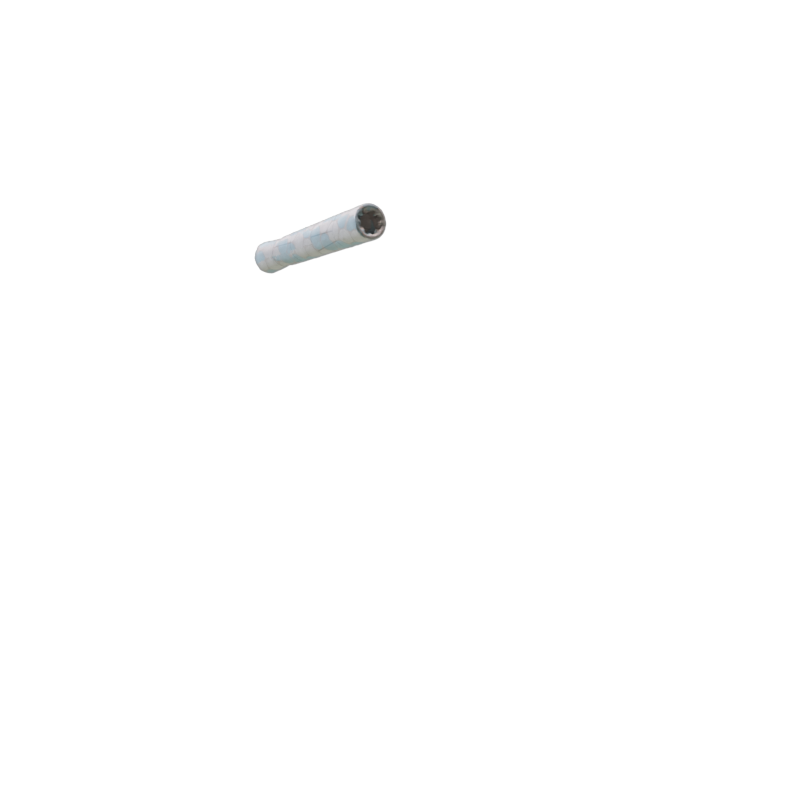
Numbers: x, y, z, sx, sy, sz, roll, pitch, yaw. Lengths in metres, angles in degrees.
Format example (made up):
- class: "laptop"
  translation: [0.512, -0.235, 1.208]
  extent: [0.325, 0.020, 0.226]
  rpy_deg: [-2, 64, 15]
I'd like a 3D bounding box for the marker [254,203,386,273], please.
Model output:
- class: "marker"
  translation: [-0.047, -0.085, 0.596]
  extent: [0.019, 0.020, 0.123]
  rpy_deg: [-2, -2, -32]
